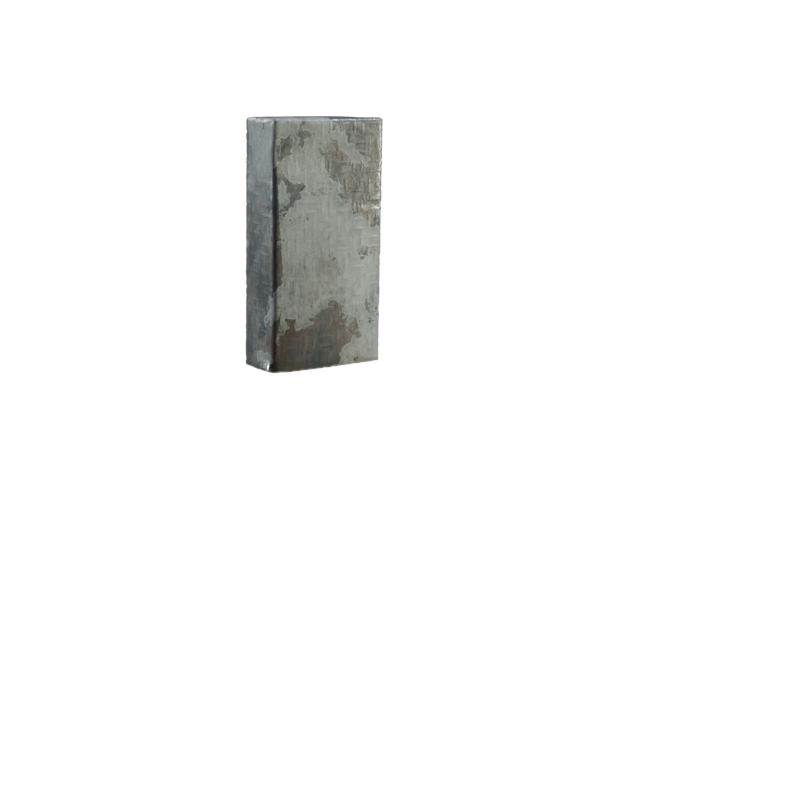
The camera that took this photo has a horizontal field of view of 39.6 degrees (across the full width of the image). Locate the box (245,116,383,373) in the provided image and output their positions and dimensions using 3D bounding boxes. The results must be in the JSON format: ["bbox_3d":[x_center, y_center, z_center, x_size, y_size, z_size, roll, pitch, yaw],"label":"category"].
[{"bbox_3d":[-0.061,-0.112,0.783,0.090,0.173,0.050,-5,9,-35],"label":"box"}]
